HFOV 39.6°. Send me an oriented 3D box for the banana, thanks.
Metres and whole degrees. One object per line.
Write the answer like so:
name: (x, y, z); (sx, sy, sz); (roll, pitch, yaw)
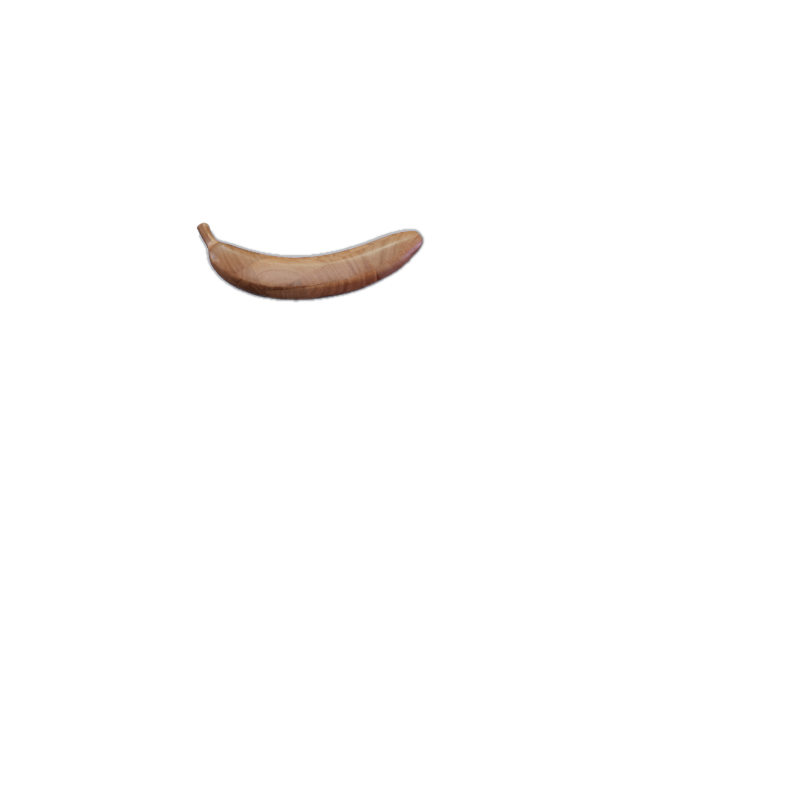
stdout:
banana: (-0.079, -0.118, 0.949); (0.198, 0.072, 0.035); (3, -15, 1)
